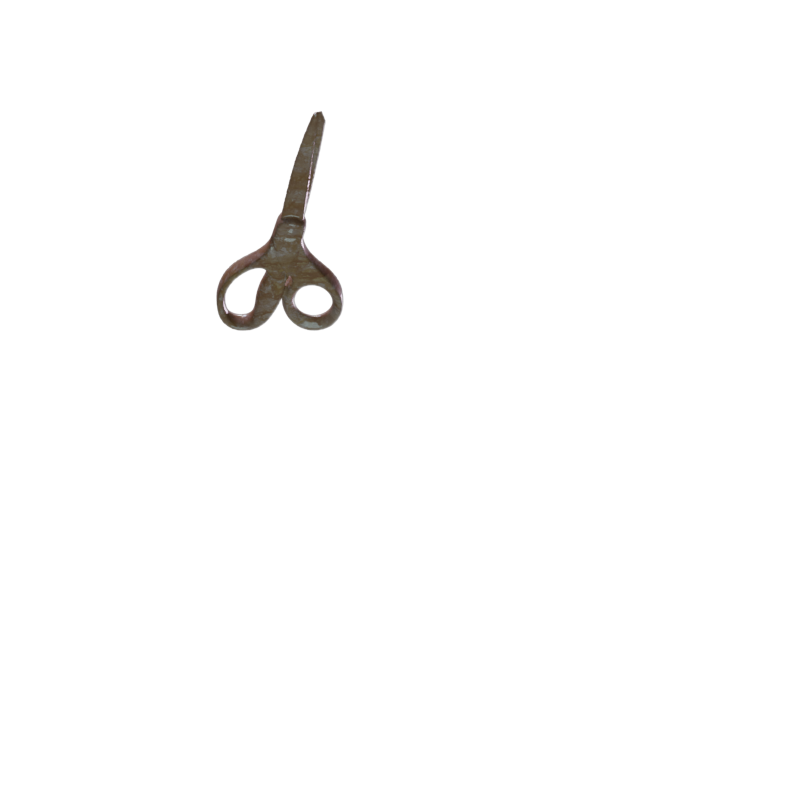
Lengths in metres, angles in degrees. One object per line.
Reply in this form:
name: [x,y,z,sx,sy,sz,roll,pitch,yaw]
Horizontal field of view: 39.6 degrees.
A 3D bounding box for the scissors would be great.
scissors: [-0.057,-0.103,0.725,0.092,0.017,0.196,19,-42,-23]
